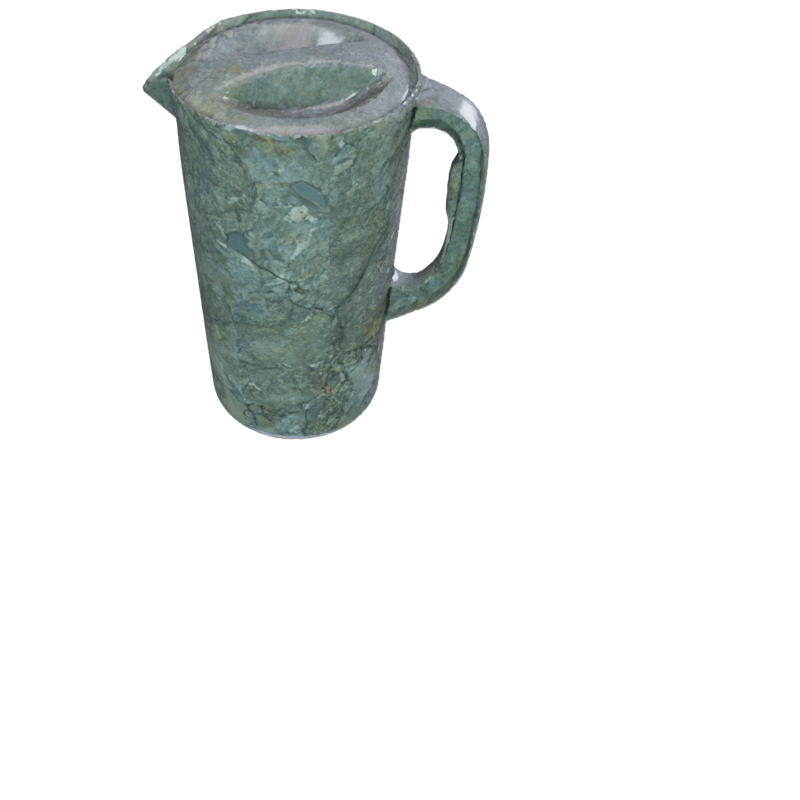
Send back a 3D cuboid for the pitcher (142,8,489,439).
[{"bbox_3d":[-0.051,-0.092,0.647,0.144,0.226,0.161,-25,49,-28],"label":"pitcher"}]
